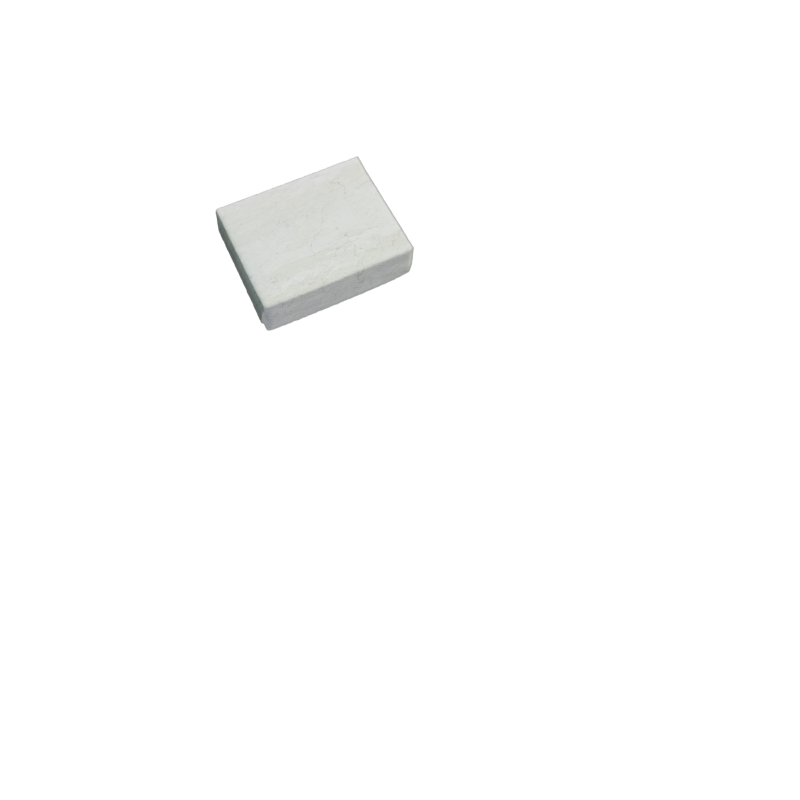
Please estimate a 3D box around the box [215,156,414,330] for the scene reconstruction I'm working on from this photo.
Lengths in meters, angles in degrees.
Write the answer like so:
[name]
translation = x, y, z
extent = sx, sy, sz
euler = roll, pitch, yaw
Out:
[box]
translation = -0.060, -0.110, 0.769
extent = 0.113, 0.096, 0.036
euler = -22, -29, -13
